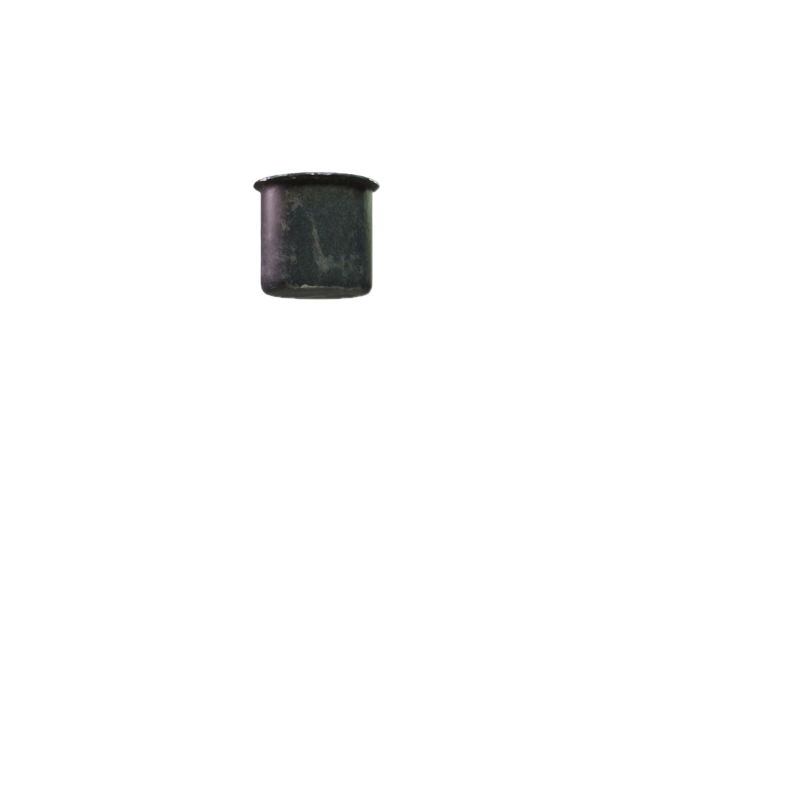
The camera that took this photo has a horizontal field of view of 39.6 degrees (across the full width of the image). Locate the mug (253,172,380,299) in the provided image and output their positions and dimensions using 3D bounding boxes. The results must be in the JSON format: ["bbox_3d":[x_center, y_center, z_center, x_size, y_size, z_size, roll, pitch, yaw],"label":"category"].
[{"bbox_3d":[-0.064,-0.117,0.820,0.091,0.083,0.118,1,-3,-15],"label":"mug"}]
